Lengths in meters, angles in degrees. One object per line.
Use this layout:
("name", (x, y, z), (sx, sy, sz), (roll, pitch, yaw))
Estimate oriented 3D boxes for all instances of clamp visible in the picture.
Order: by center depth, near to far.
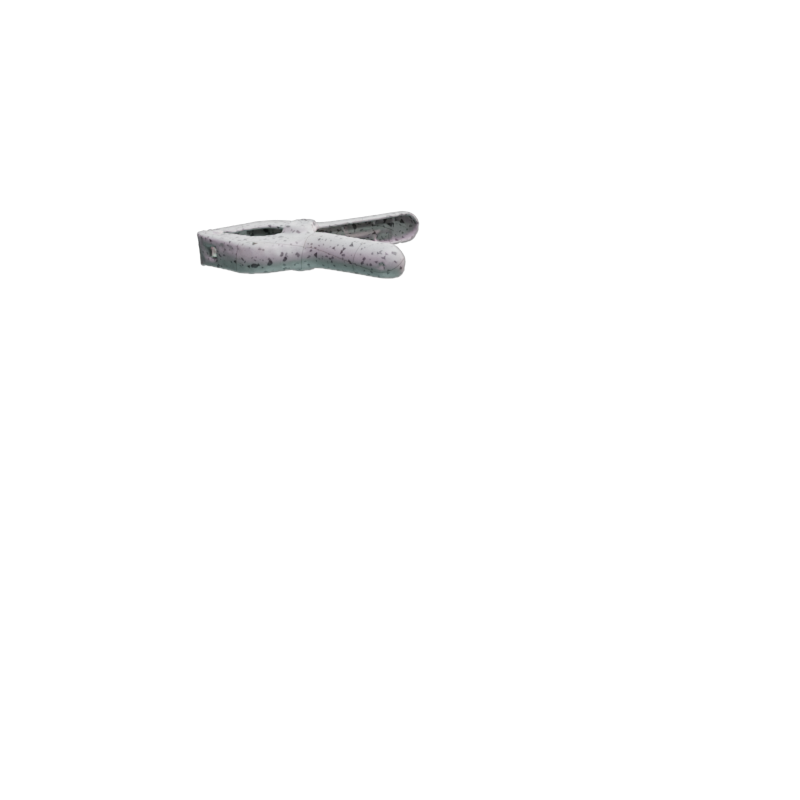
("clamp", (-0.067, -0.121, 0.850), (0.176, 0.038, 0.121), (5, 18, 17))
